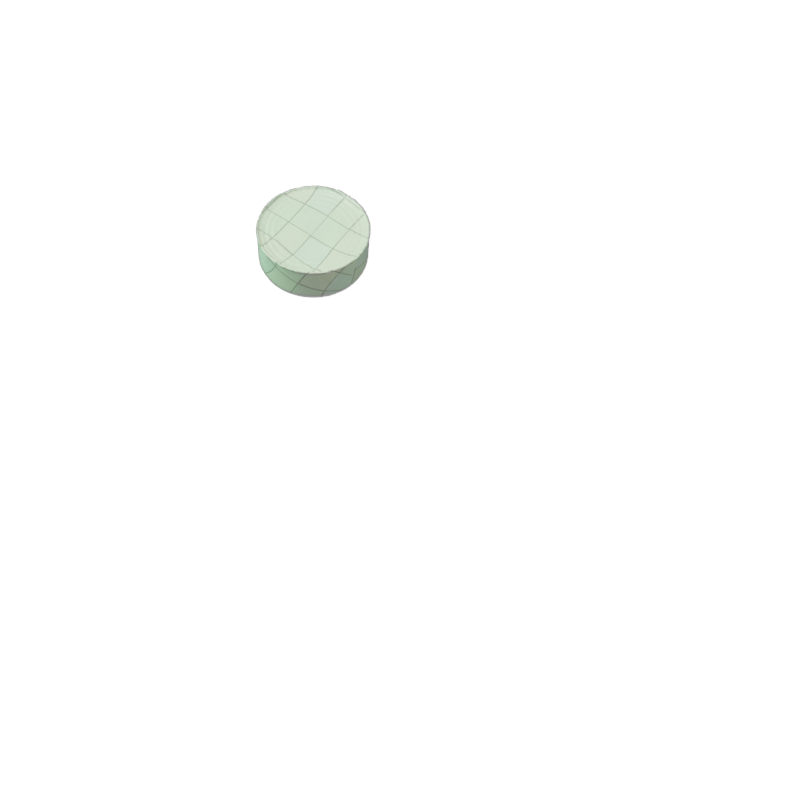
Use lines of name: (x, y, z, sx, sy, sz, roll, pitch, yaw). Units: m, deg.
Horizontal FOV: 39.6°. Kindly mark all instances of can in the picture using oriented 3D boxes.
can: (-0.066, -0.120, 0.839, 0.086, 0.092, 0.031, -1, -36, -1)
